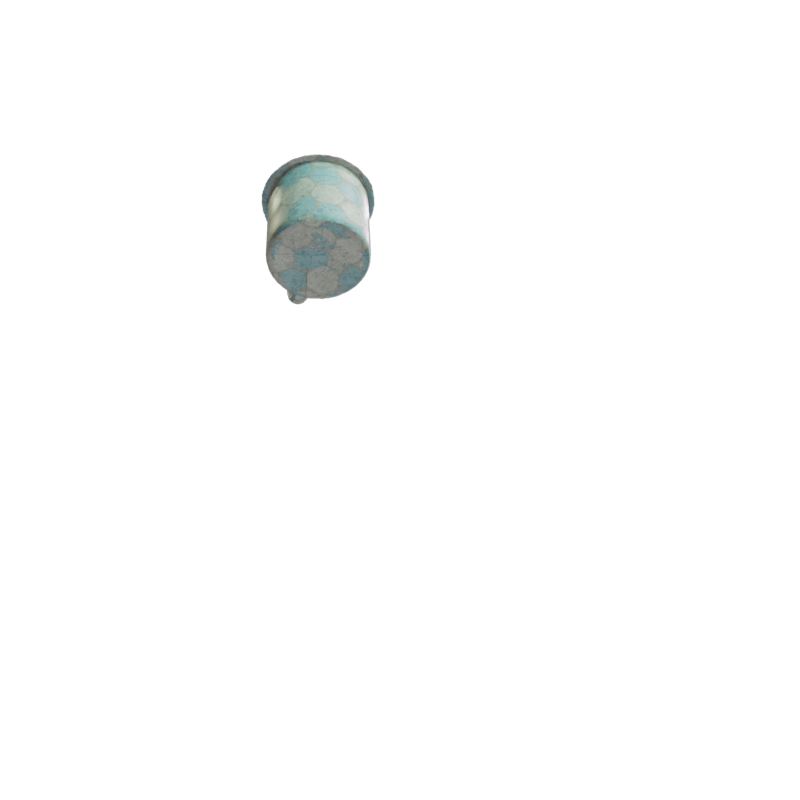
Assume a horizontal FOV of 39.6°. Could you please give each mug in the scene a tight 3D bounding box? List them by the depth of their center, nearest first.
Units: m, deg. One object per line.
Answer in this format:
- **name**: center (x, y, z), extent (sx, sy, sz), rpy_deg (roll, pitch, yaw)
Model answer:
- **mug**: center (-0.070, -0.127, 0.888), extent (0.091, 0.112, 0.087), rpy_deg (16, 39, -15)
